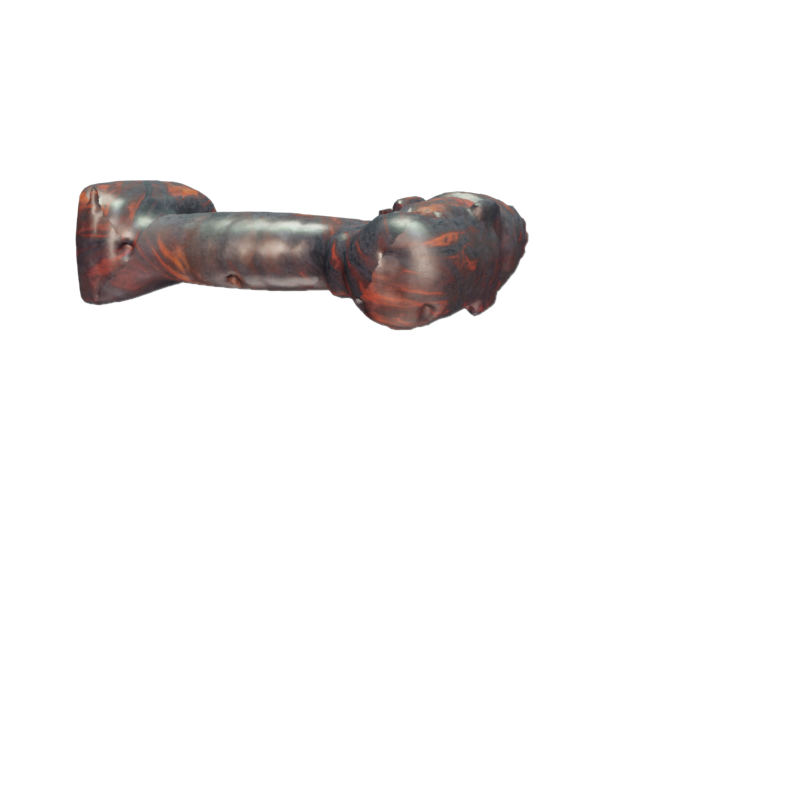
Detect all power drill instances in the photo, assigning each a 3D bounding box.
[{"bbox_3d":[-0.041,-0.074,0.521,0.193,0.056,0.183,4,12,19],"label":"power drill"}]
